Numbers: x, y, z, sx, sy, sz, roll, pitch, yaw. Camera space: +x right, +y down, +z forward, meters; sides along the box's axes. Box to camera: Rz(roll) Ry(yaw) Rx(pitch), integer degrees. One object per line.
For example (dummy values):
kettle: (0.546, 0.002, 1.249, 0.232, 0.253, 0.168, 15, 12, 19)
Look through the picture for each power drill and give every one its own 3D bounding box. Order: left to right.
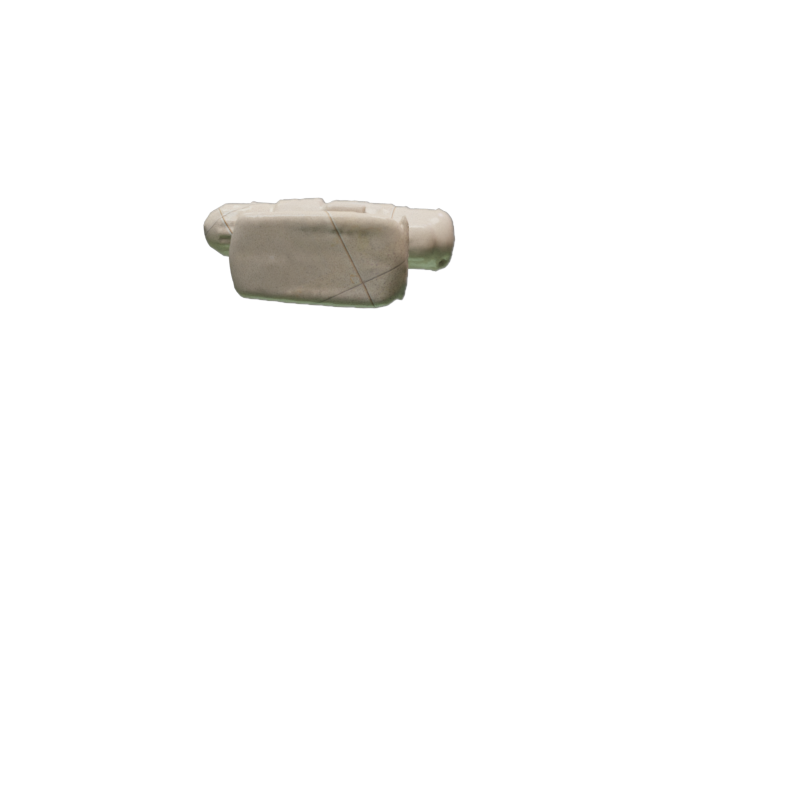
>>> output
power drill: (-0.058, -0.106, 0.742, 0.186, 0.056, 0.191, 2, 14, 6)
